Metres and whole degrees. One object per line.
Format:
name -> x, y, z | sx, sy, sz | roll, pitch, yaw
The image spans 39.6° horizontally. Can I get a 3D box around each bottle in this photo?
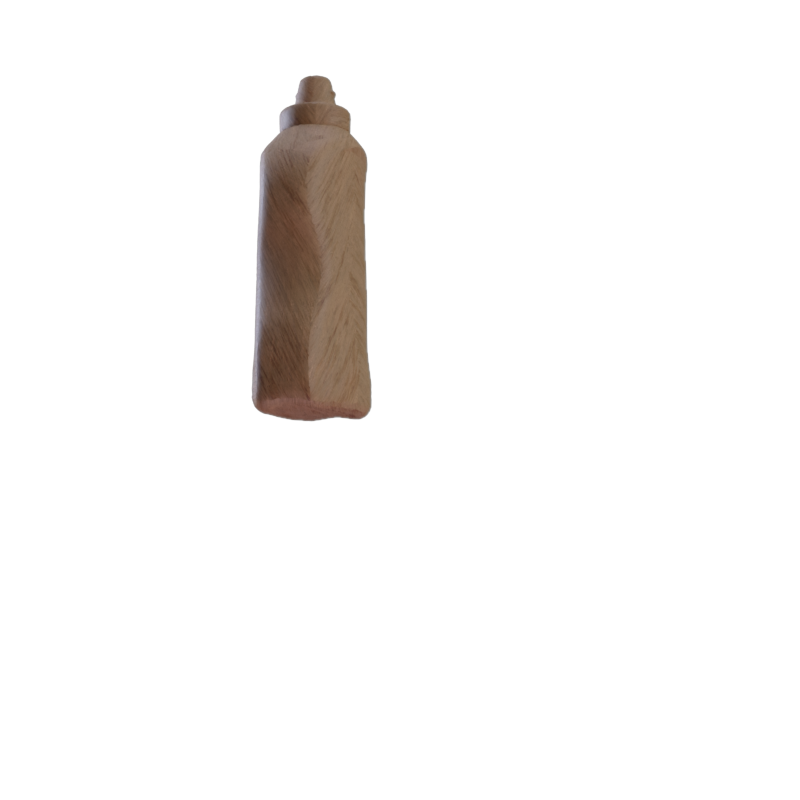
bottle -> -0.048, -0.088, 0.616 | 0.059, 0.198, 0.091 | -5, -13, 18
